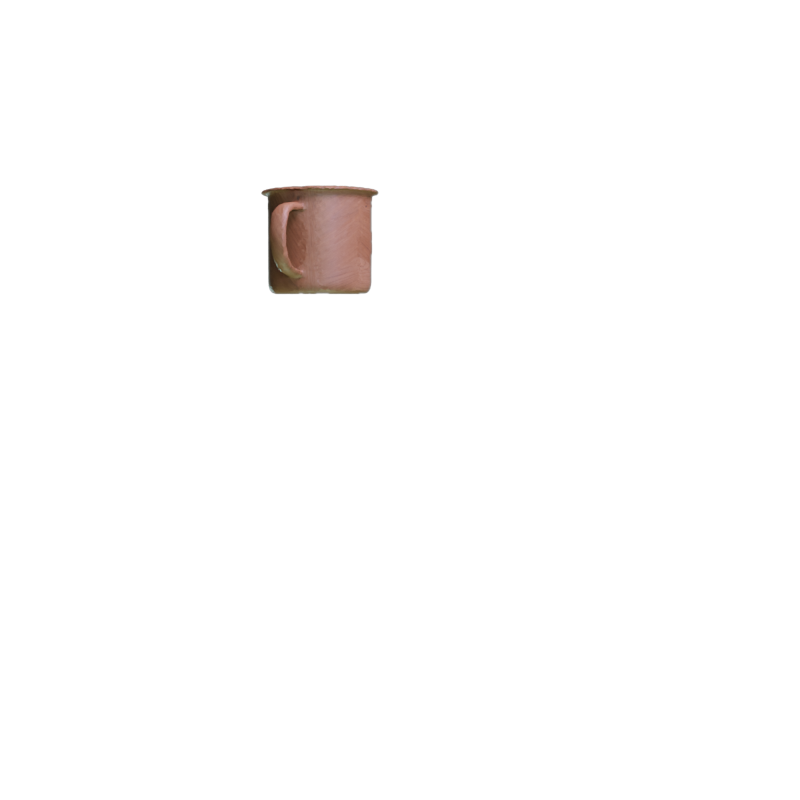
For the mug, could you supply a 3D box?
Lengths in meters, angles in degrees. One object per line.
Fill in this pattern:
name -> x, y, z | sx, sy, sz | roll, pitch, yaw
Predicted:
mug -> -0.068, -0.124, 0.866 | 0.096, 0.082, 0.114 | 1, 2, 22
